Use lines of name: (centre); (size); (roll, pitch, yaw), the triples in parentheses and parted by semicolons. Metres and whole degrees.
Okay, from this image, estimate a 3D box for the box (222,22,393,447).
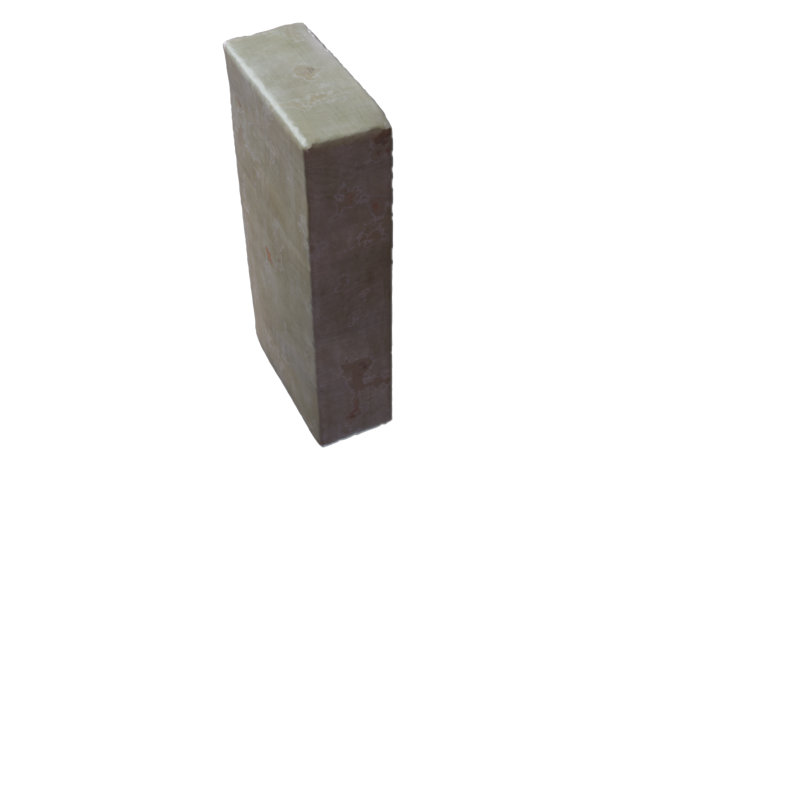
box: (-0.039, -0.072, 0.508); (0.047, 0.164, 0.101); (-16, 47, -20)
